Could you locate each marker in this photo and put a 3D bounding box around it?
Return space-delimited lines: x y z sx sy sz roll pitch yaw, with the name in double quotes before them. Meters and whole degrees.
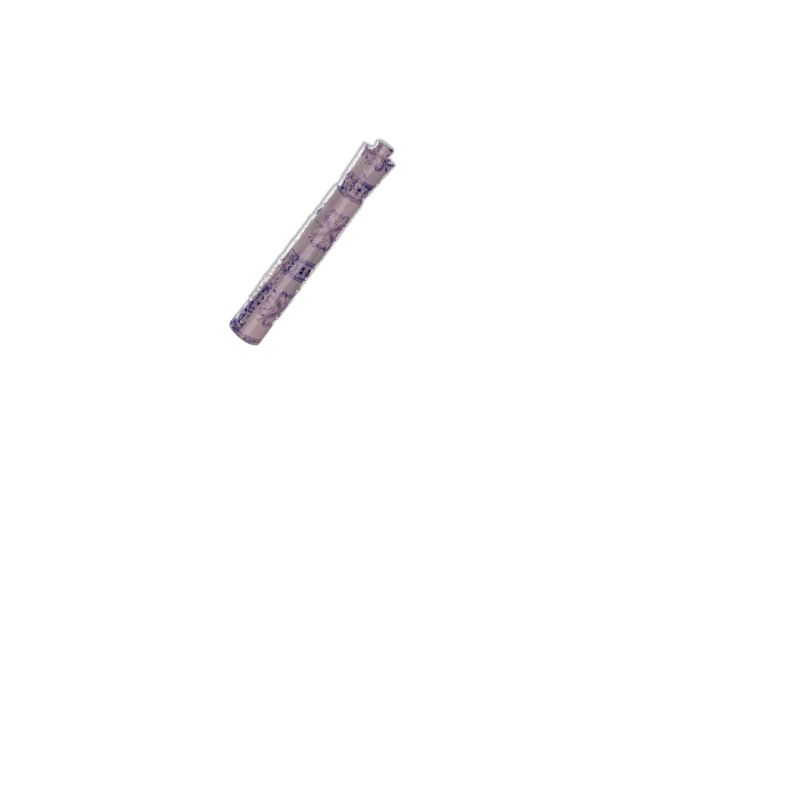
"marker" -0.043 -0.079 0.551 0.019 0.119 0.021 36 13 -13
